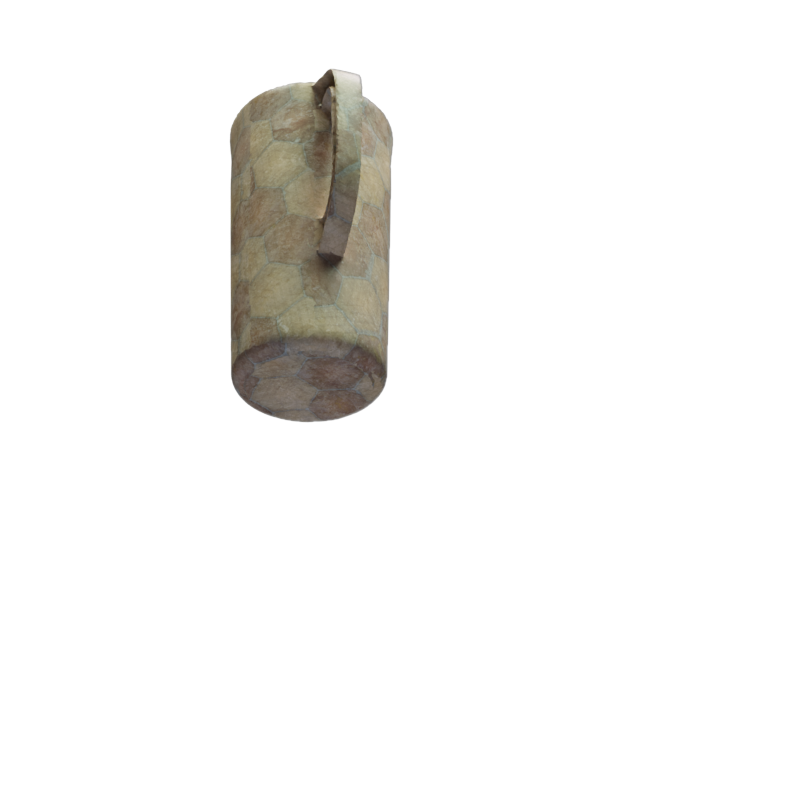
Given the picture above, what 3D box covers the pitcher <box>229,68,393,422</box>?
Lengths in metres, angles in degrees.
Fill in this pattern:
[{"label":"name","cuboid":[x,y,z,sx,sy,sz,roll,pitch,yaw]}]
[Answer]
[{"label":"pitcher","cuboid":[-0.064,-0.118,0.824,0.146,0.260,0.138,-18,-39,20]}]
